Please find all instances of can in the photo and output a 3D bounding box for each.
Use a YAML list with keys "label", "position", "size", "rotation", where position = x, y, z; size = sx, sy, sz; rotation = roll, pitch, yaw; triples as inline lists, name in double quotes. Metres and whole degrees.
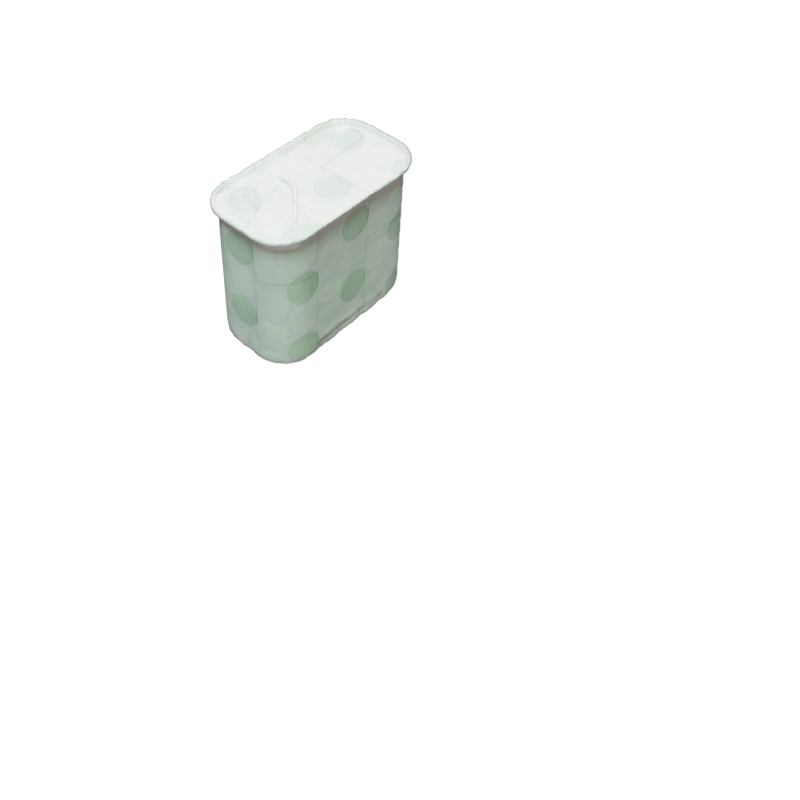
- label: "can"
  position: [-0.043, -0.079, 0.555]
  size: [0.061, 0.078, 0.103]
  rotation: [32, 52, 27]
